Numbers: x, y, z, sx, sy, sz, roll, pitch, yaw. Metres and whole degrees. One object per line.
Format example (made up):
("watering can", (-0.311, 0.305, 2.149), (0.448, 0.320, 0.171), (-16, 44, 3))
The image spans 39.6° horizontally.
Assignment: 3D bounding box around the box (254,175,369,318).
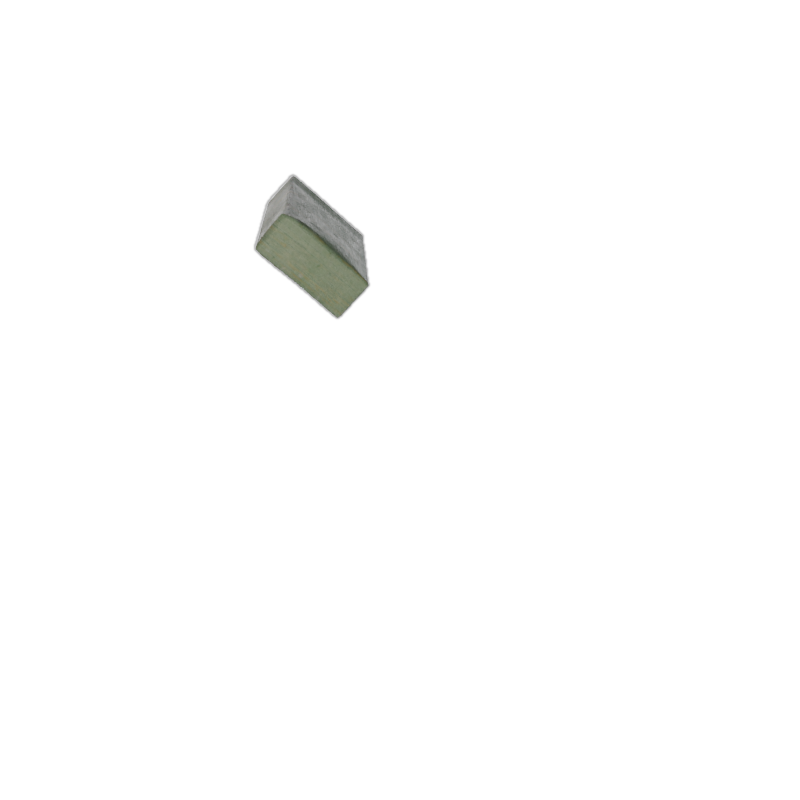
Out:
("box", (-0.076, -0.138, 0.972), (0.091, 0.048, 0.183), (40, 11, -14))
